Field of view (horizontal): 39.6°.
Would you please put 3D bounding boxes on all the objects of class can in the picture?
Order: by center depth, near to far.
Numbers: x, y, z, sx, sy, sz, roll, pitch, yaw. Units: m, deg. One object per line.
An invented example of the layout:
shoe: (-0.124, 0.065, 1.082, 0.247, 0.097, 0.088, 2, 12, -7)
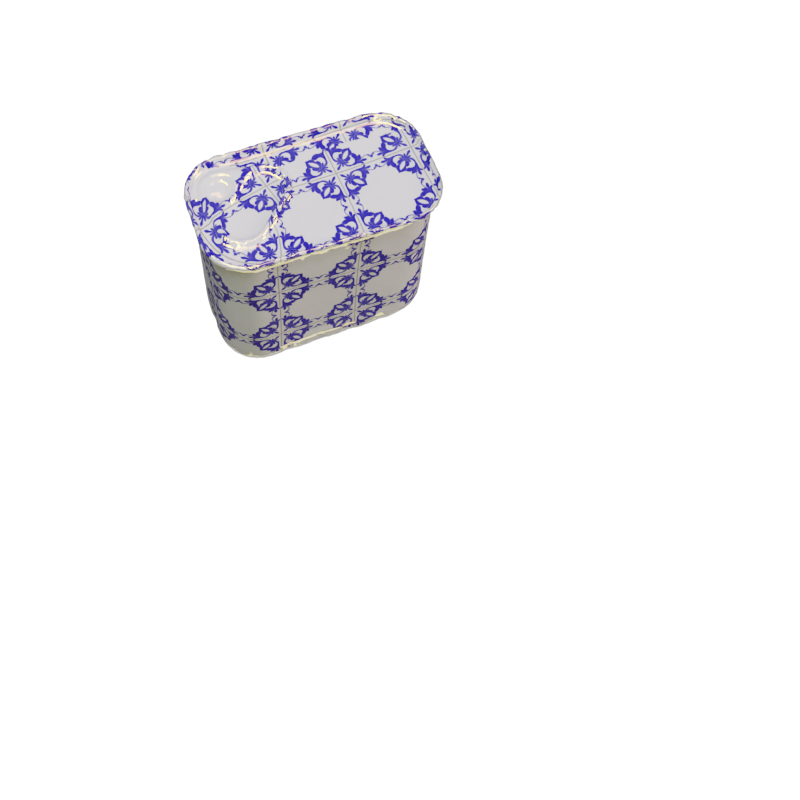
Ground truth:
can: (-0.038, -0.069, 0.481, 0.101, 0.061, 0.079, -18, -26, -11)
